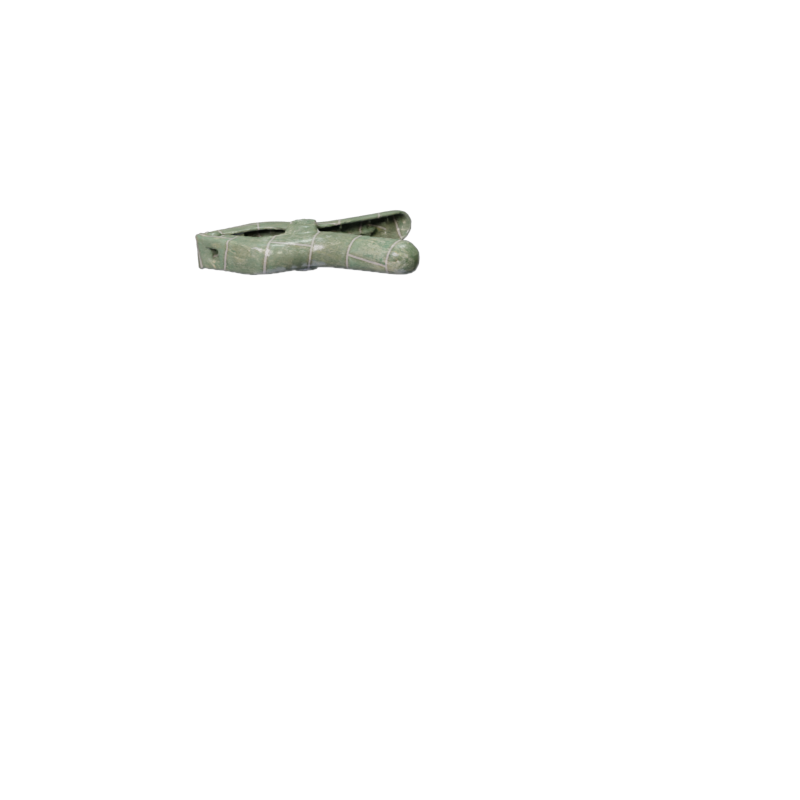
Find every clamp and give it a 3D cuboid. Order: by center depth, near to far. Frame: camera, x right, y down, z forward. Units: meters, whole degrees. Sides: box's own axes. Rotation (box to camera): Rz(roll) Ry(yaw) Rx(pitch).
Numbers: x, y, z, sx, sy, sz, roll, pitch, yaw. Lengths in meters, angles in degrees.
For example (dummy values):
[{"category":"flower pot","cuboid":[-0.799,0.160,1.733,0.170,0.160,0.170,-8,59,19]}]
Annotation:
[{"category":"clamp","cuboid":[-0.066,-0.121,0.846,0.174,0.038,0.122,3,16,9]}]
